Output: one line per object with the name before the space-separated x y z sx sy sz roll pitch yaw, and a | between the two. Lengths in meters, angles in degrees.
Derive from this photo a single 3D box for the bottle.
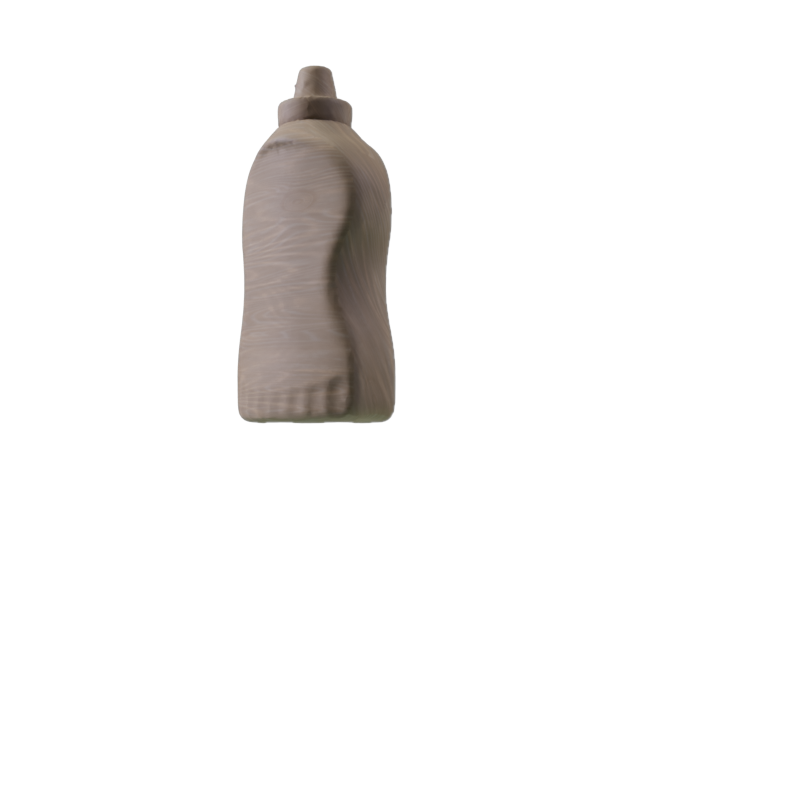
bottle | -0.046 -0.085 0.594 0.056 0.196 0.099 7 -10 -41
